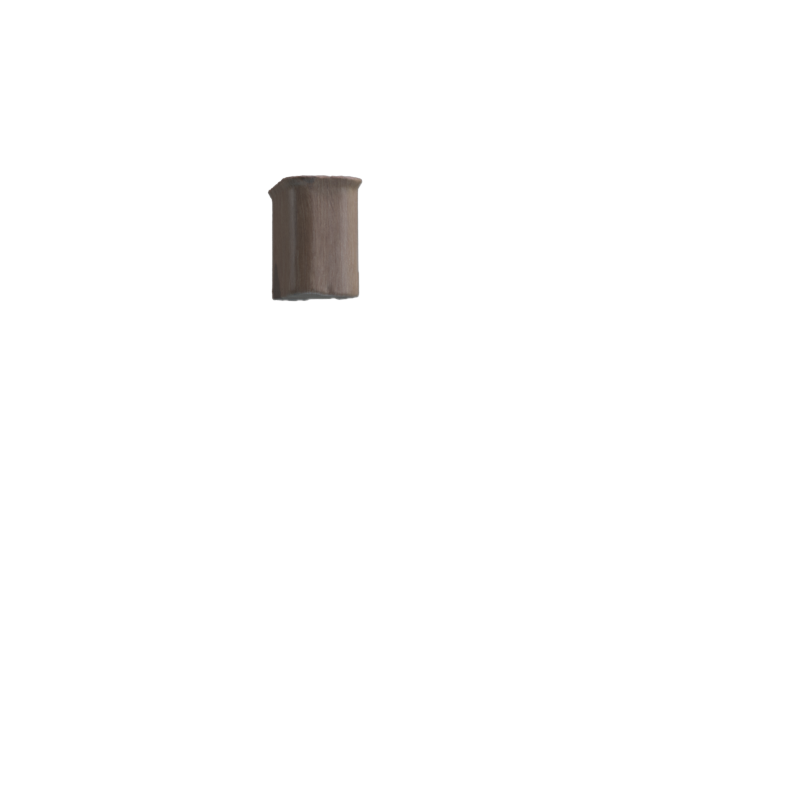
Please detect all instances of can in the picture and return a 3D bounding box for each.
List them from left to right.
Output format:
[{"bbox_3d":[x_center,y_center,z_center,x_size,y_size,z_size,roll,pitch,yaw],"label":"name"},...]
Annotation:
[{"bbox_3d":[-0.063,-0.115,0.808,0.056,0.084,0.103,0,0,-15],"label":"can"}]
